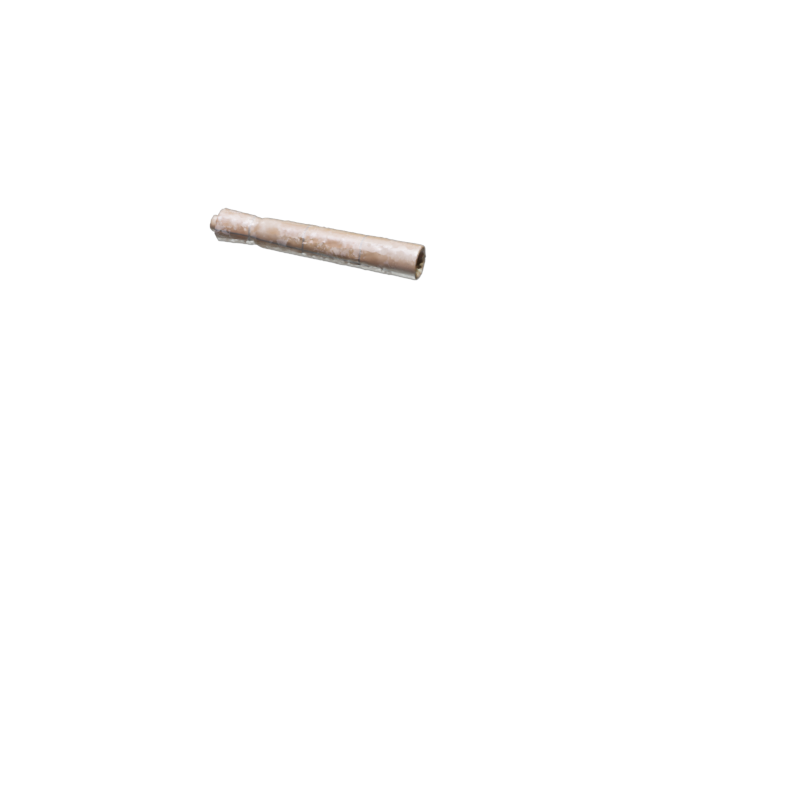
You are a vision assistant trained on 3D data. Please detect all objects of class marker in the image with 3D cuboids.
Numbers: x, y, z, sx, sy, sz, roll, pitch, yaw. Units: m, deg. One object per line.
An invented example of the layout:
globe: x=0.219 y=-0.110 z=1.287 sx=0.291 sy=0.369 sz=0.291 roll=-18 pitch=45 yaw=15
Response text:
marker: x=-0.046 y=-0.085 z=0.593 sx=0.125 sy=0.019 sz=0.019 roll=14 pitch=8 yaw=20
